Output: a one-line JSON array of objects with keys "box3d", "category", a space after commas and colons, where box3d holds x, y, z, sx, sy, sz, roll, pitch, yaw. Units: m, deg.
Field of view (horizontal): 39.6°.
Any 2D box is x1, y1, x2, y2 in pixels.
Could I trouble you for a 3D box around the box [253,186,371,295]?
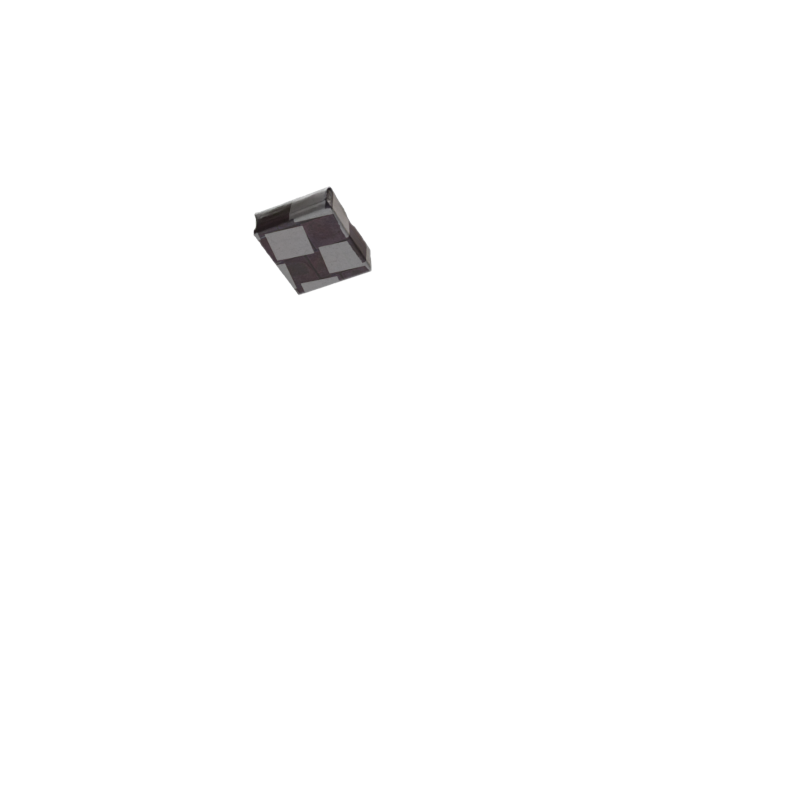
[{"box3d": [-0.075, -0.138, 0.963, 0.074, 0.032, 0.082, -17, -44, 18], "category": "box"}]
